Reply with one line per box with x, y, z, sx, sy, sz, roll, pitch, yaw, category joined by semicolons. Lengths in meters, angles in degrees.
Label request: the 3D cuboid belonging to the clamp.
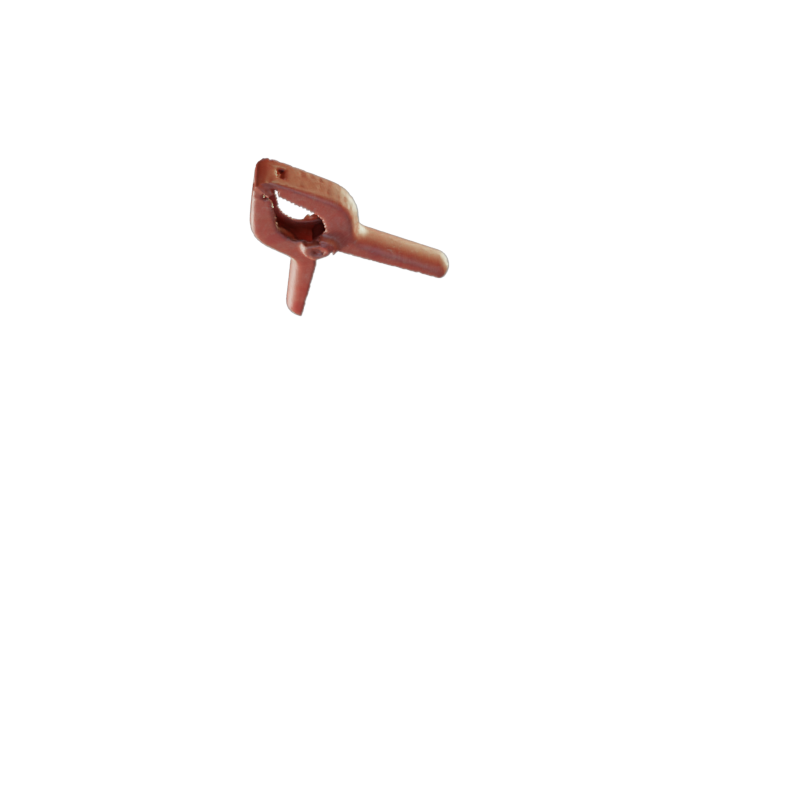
-0.077;-0.140;0.978;0.166;0.039;0.195;-19;-34;29;clamp
